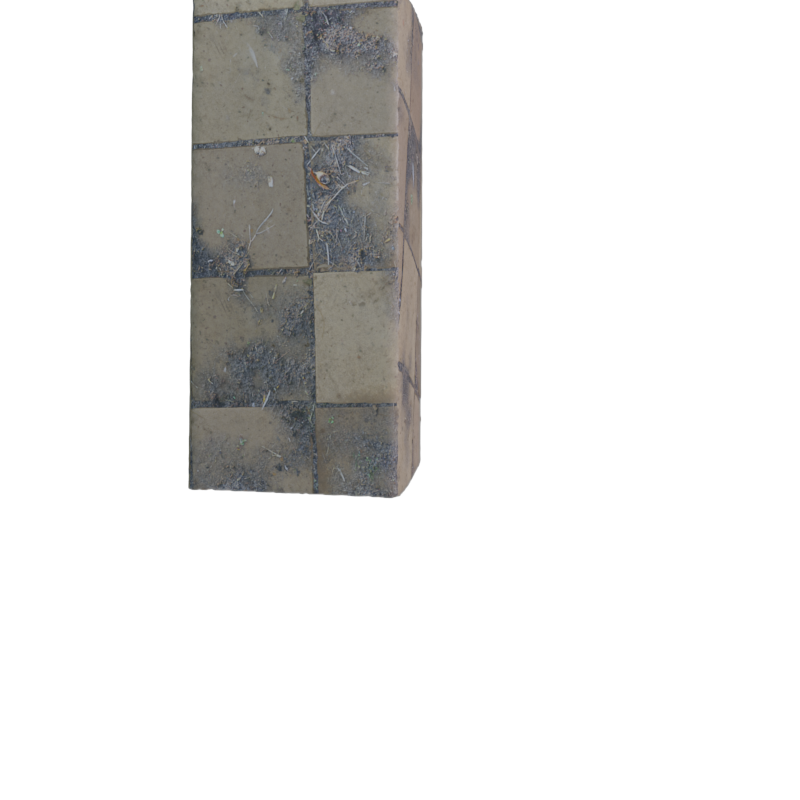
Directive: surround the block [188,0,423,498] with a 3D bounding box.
[{"bbox_3d":[-0.038,-0.070,0.493,0.092,0.207,0.089,0,0,9],"label":"block"}]
